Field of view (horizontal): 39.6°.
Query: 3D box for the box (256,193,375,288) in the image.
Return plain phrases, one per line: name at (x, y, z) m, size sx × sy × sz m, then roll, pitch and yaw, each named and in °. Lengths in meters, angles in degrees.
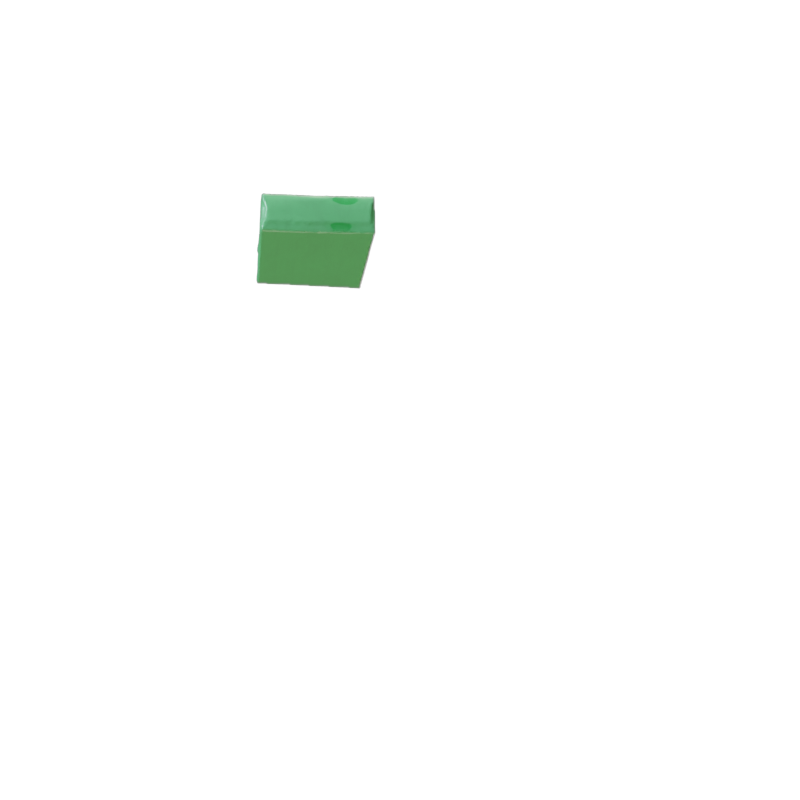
box at (-0.058, -0.105, 0.737) m, size 0.073 × 0.032 × 0.085 m, roll 2°, pitch -19°, yaw -6°
